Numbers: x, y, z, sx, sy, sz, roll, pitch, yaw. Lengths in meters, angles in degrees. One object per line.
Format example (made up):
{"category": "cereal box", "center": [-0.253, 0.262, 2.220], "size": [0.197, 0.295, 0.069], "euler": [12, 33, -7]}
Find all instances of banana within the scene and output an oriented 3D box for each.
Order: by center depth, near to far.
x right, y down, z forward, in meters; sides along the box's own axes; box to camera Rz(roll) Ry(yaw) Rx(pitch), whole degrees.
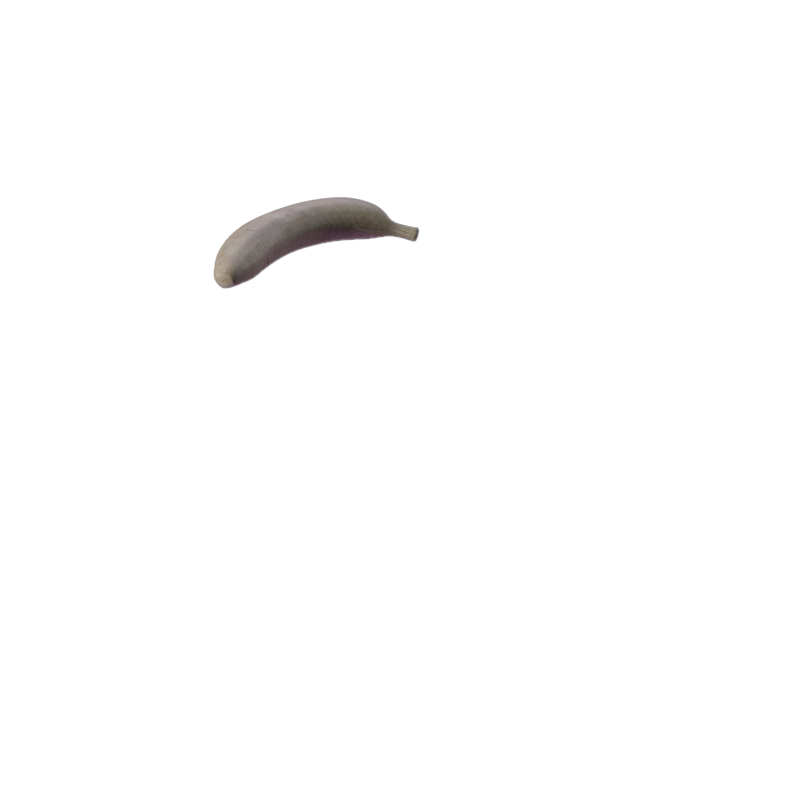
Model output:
{"category": "banana", "center": [-0.076, -0.128, 0.858], "size": [0.195, 0.035, 0.074], "euler": [-22, 33, -38]}
